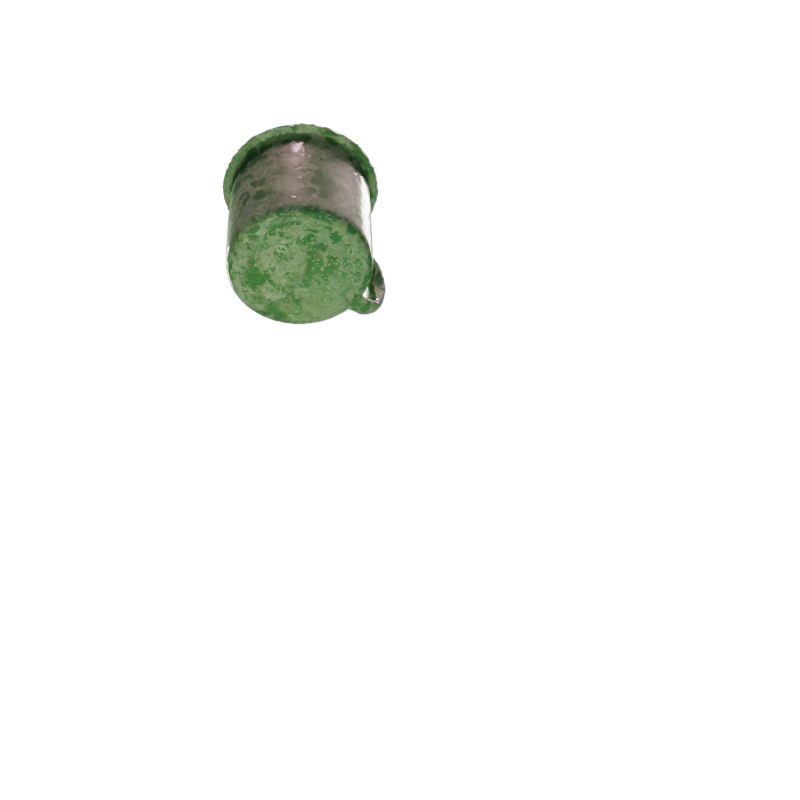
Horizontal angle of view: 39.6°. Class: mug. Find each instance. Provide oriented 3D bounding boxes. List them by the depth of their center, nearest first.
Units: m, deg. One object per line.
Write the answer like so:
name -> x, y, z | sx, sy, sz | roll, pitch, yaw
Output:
mug -> -0.050, -0.092, 0.641 | 0.093, 0.087, 0.110 | -32, -56, 23
